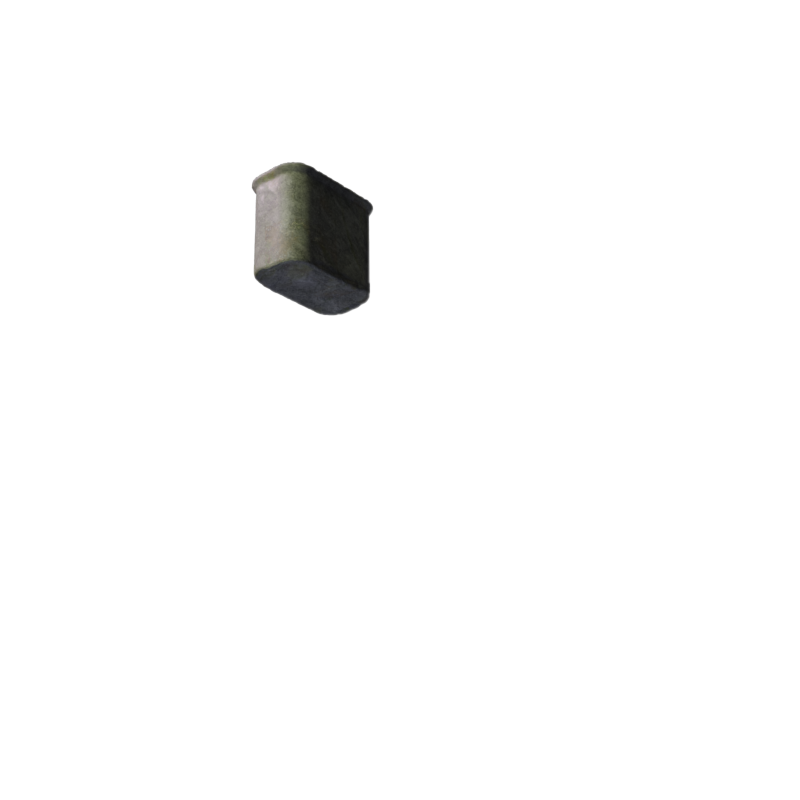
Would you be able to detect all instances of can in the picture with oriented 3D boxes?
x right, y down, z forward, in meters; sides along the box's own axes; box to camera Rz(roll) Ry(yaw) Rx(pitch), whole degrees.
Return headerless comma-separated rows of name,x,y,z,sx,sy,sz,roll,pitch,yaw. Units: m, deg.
can,-0.067,-0.122,0.856,0.058,0.089,0.095,-23,-33,36
